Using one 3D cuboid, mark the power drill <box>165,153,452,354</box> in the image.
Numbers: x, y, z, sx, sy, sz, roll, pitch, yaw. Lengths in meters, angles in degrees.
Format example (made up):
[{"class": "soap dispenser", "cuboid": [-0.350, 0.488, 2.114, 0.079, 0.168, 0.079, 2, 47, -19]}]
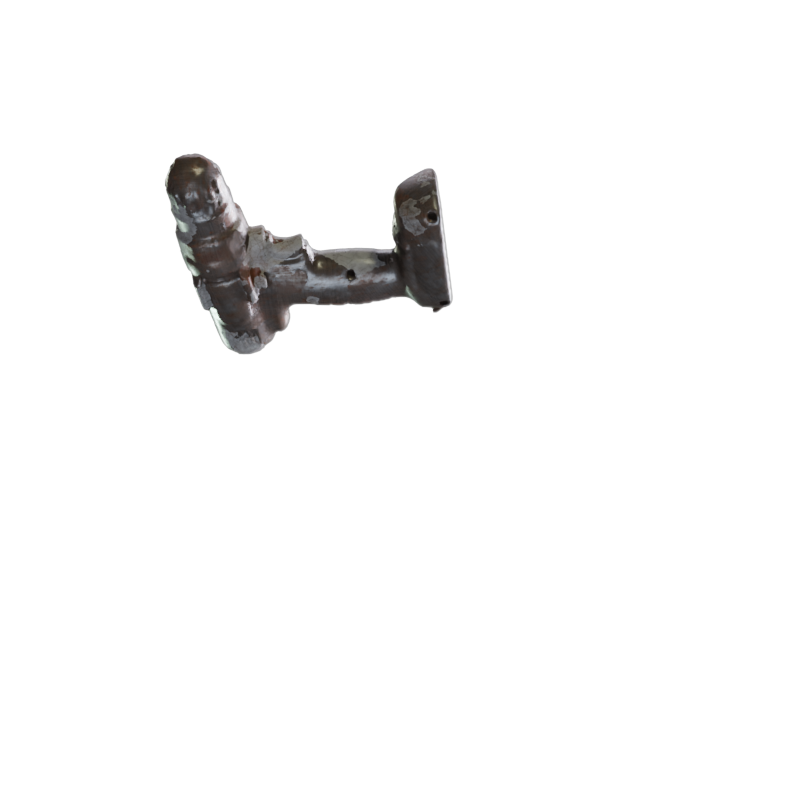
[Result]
[{"class": "power drill", "cuboid": [-0.062, -0.113, 0.790, 0.189, 0.062, 0.170, -6, -40, 7]}]
